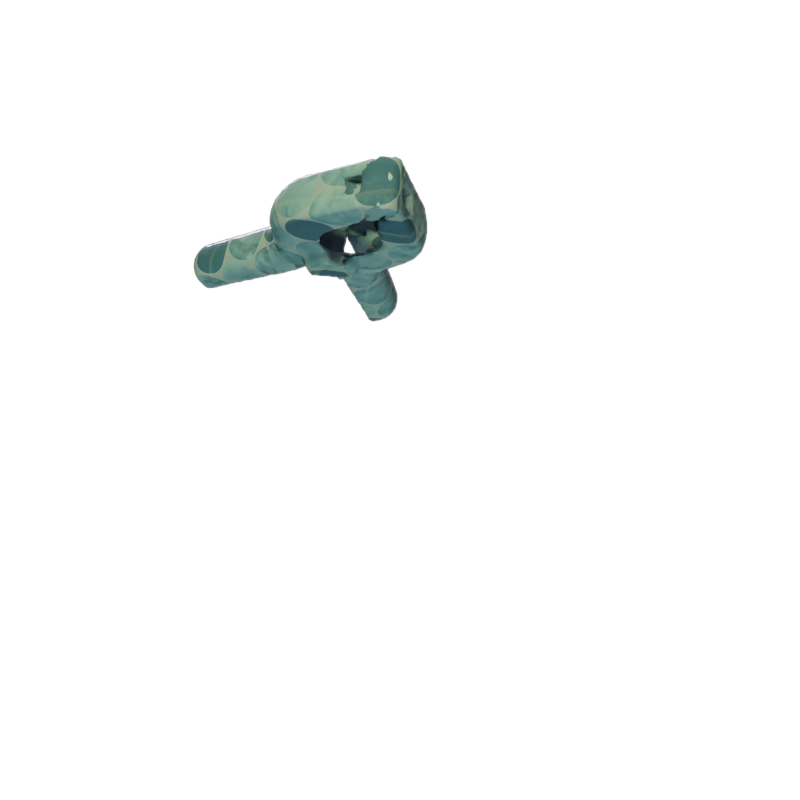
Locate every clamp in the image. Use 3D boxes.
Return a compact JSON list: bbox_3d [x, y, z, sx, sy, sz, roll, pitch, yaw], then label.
[{"bbox_3d":[-0.046,-0.083,0.582,0.118,0.041,0.166,3,-18,-11],"label":"clamp"}]
